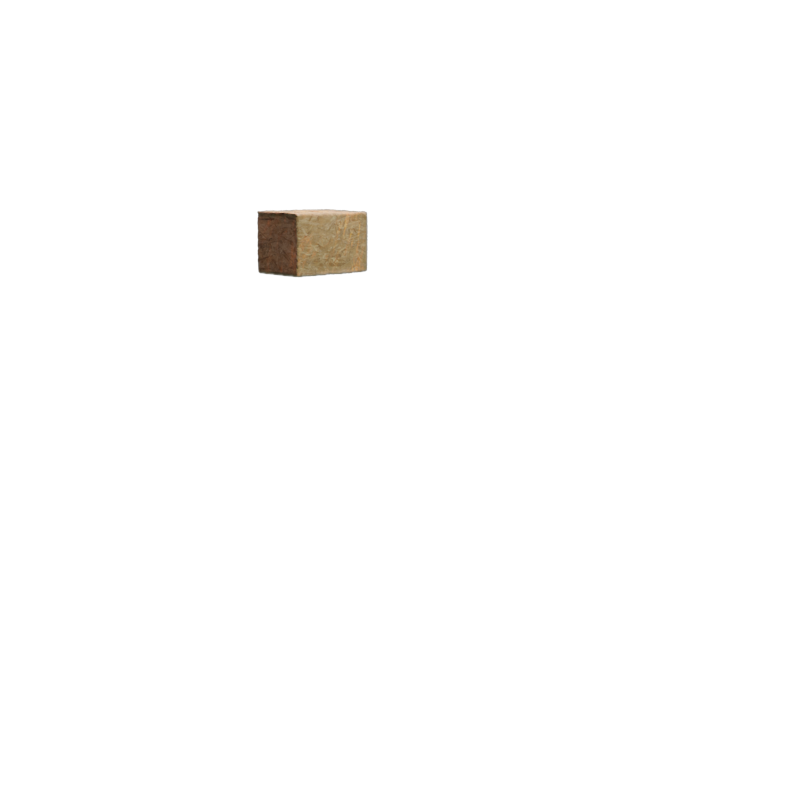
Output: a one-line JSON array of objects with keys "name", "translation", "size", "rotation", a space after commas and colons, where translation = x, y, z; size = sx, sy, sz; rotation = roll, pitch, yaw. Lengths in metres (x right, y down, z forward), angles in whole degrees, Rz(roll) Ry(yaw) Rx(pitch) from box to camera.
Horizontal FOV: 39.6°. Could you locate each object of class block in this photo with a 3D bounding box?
[{"name": "block", "translation": [-0.071, -0.130, 0.908], "size": [0.075, 0.051, 0.055], "rotation": [-8, 11, -43]}]
